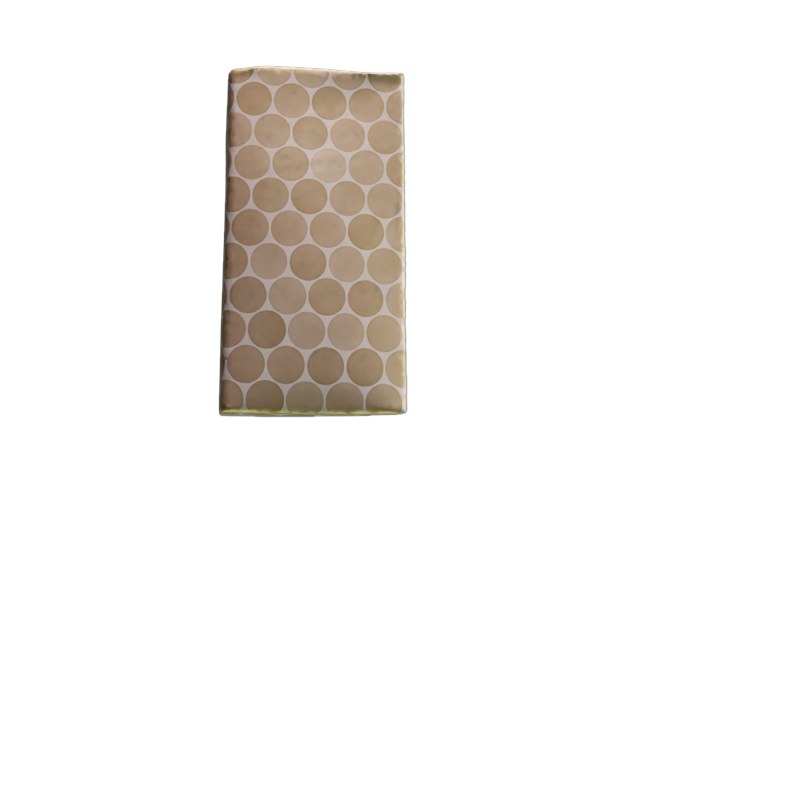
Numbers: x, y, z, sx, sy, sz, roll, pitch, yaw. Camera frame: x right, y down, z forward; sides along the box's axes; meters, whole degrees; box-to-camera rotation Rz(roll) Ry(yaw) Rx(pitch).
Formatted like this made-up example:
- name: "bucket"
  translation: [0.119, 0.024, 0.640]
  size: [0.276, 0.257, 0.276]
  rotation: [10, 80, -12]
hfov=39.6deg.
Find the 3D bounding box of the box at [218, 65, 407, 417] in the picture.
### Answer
- name: "box"
  translation: [-0.044, -0.081, 0.566]
  size: [0.092, 0.180, 0.047]
  rotation: [0, -9, -7]
